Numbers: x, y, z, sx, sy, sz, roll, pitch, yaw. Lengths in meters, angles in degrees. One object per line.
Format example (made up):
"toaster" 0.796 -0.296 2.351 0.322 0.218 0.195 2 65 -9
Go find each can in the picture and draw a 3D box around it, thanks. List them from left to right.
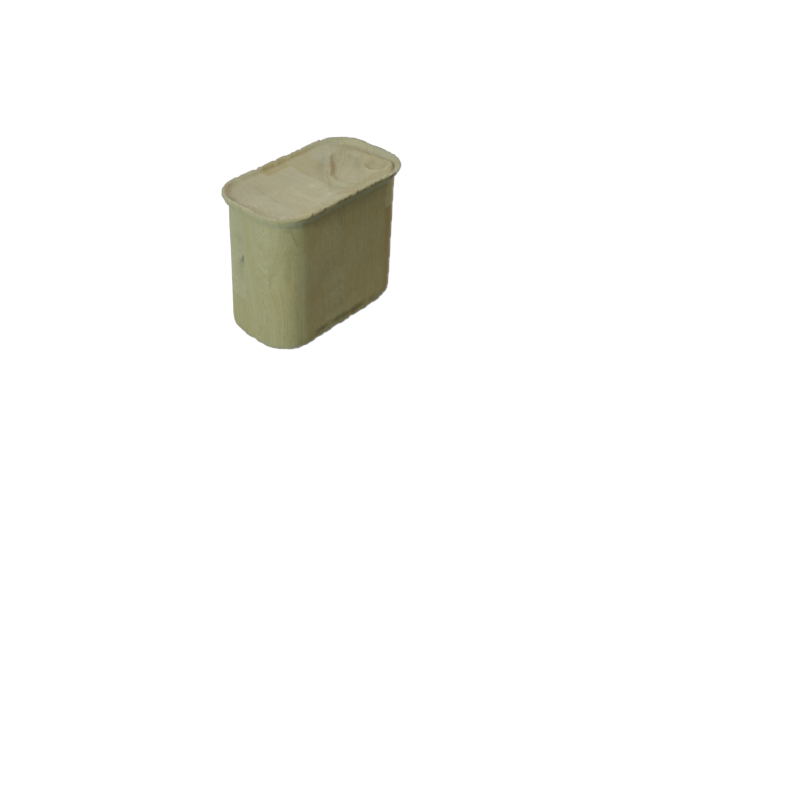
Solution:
"can" -0.048 -0.088 0.614 0.061 0.078 0.102 27 43 32
